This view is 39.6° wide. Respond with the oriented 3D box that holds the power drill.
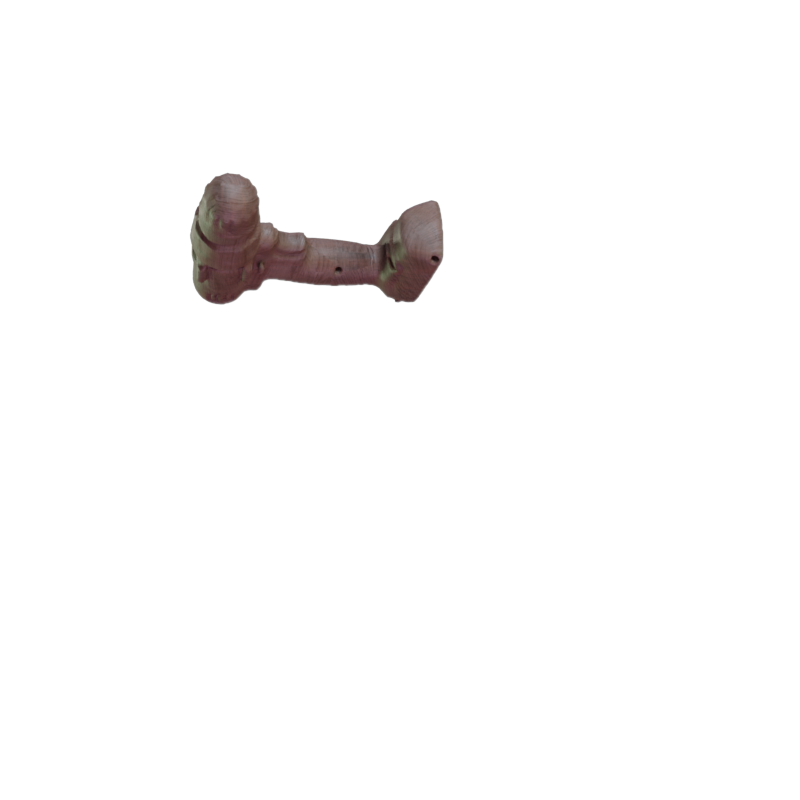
[{"bbox_3d":[-0.066,-0.121,0.846,0.185,0.060,0.179,2,-14,-9],"label":"power drill"}]
